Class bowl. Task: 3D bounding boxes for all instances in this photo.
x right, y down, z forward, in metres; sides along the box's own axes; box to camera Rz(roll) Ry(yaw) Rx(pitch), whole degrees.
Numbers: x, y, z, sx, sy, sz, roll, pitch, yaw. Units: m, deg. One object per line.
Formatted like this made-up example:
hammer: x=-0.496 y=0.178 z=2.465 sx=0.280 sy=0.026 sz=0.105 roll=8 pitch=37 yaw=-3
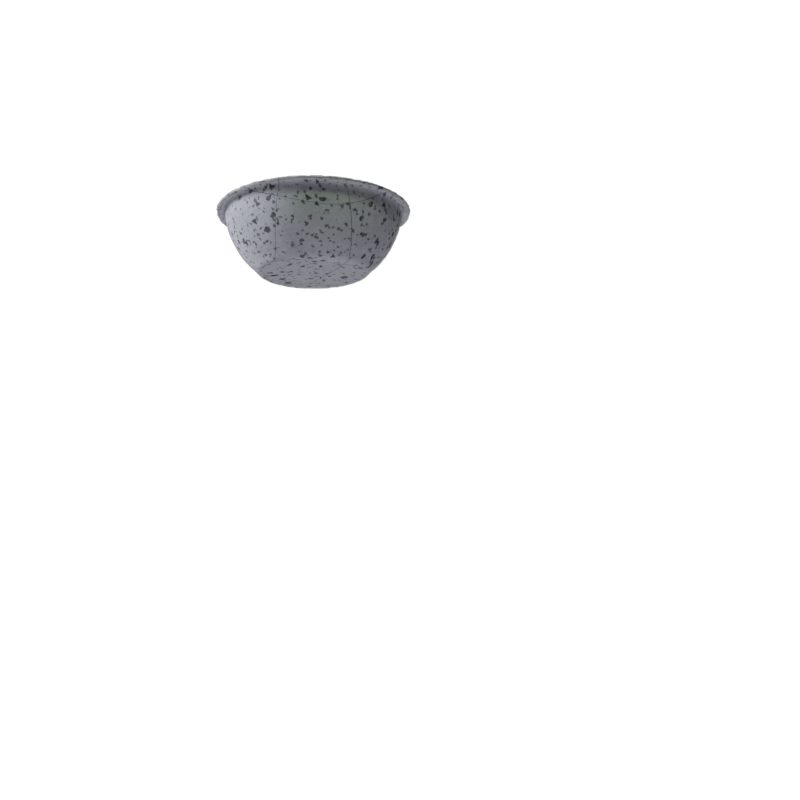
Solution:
bowl: x=-0.072 y=-0.131 z=0.916 sx=0.162 sy=0.057 sz=0.156 roll=0 pitch=-13 yaw=-2
